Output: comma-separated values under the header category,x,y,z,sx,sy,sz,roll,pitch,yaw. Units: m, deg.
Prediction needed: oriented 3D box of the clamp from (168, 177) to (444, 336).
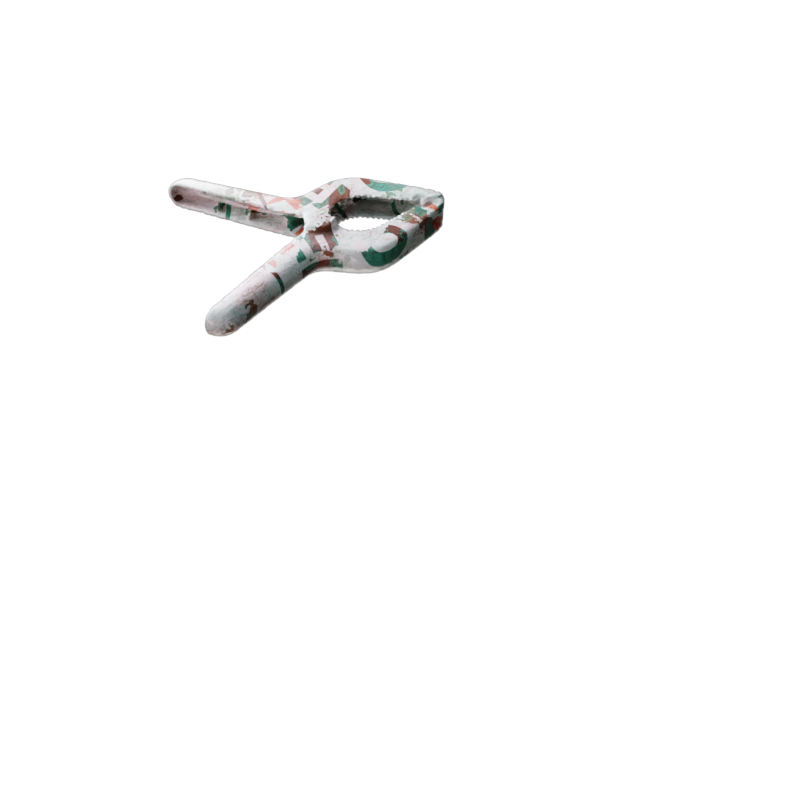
category,x,y,z,sx,sy,sz,roll,pitch,yaw
clamp,-0.065,-0.119,0.834,0.208,0.178,0.034,-7,-43,-7
